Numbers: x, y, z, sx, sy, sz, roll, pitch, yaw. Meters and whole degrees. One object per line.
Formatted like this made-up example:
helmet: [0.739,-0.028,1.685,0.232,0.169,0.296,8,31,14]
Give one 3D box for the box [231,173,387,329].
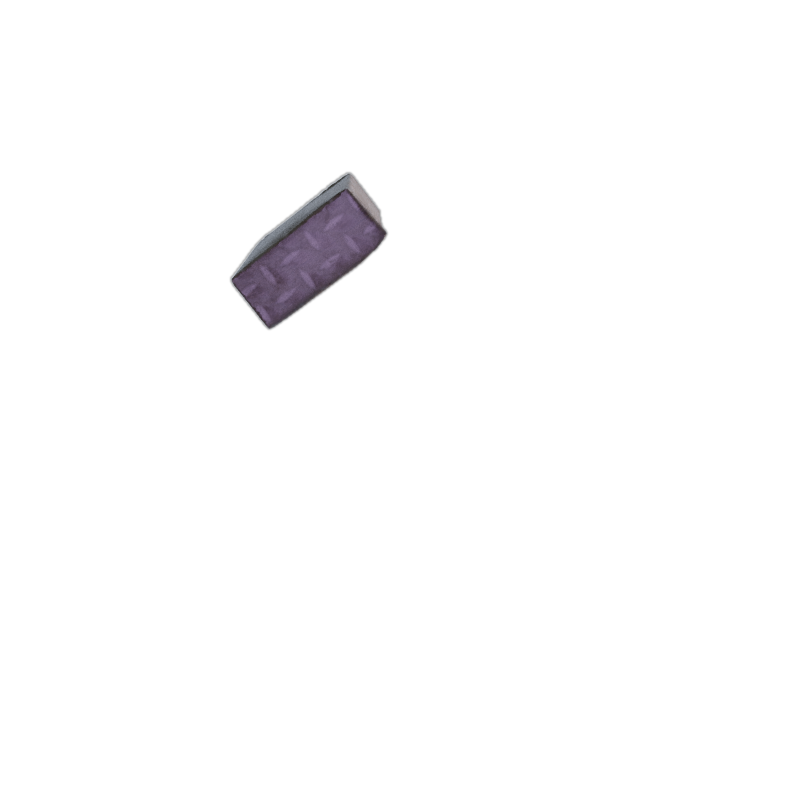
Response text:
box: [-0.059,-0.106,0.743,0.093,0.047,0.182,-37,15,6]
